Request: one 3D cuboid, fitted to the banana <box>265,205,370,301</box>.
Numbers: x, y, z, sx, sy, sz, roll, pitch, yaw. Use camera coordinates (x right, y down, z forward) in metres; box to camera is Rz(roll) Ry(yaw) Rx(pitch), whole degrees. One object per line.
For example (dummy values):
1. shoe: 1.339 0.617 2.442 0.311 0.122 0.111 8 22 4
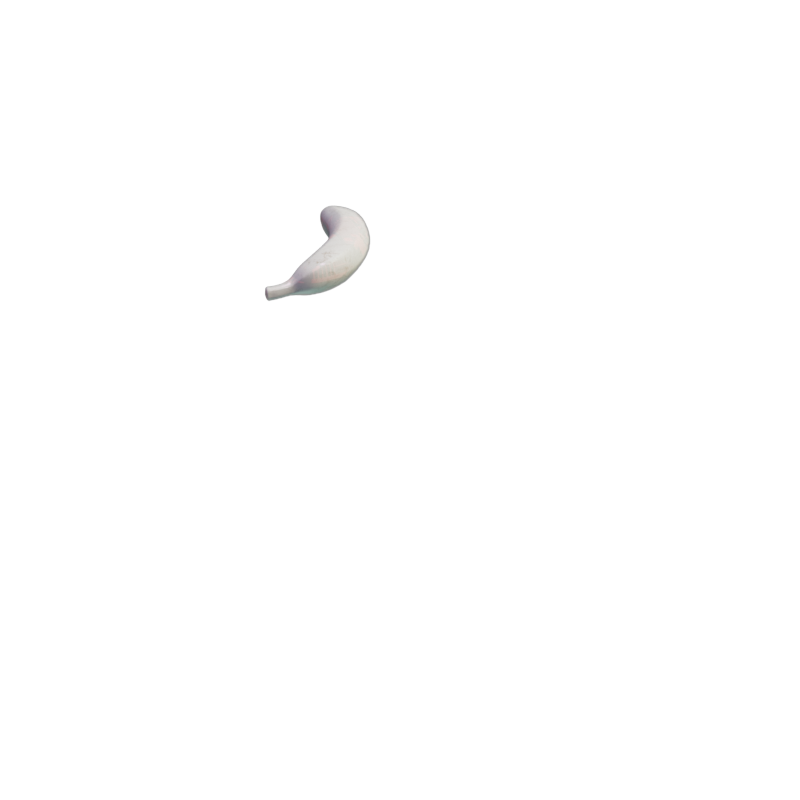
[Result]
1. banana: -0.061 -0.138 0.991 0.071 0.035 0.204 5 28 10
